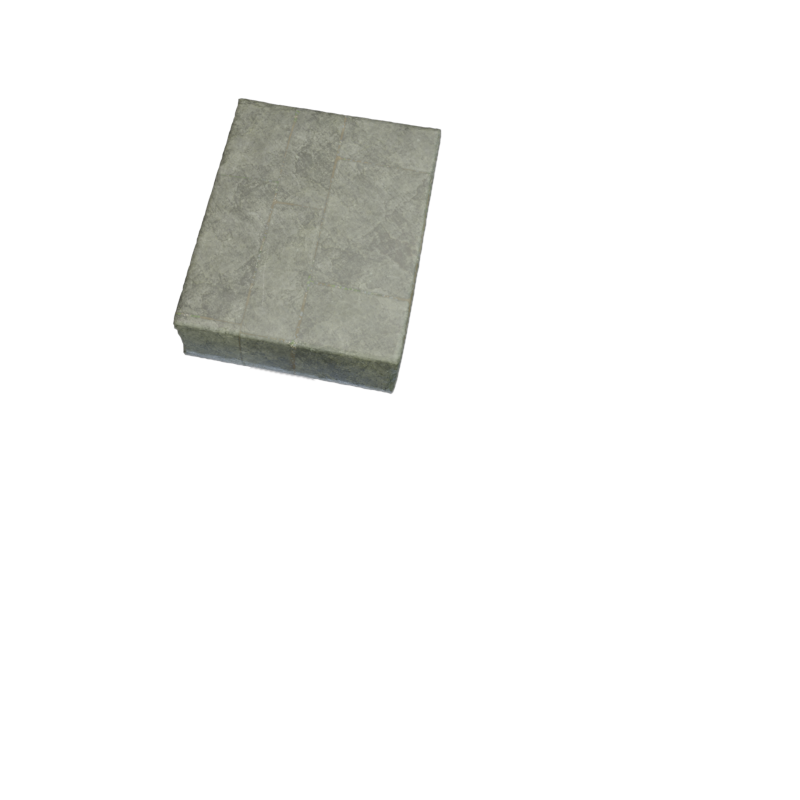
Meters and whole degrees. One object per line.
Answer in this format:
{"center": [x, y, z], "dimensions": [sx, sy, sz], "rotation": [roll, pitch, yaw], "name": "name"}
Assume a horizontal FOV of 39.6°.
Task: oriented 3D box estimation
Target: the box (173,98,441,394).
{"center": [-0.036, -0.066, 0.462], "dimensions": [0.091, 0.119, 0.037], "rotation": [9, -28, 4], "name": "box"}
